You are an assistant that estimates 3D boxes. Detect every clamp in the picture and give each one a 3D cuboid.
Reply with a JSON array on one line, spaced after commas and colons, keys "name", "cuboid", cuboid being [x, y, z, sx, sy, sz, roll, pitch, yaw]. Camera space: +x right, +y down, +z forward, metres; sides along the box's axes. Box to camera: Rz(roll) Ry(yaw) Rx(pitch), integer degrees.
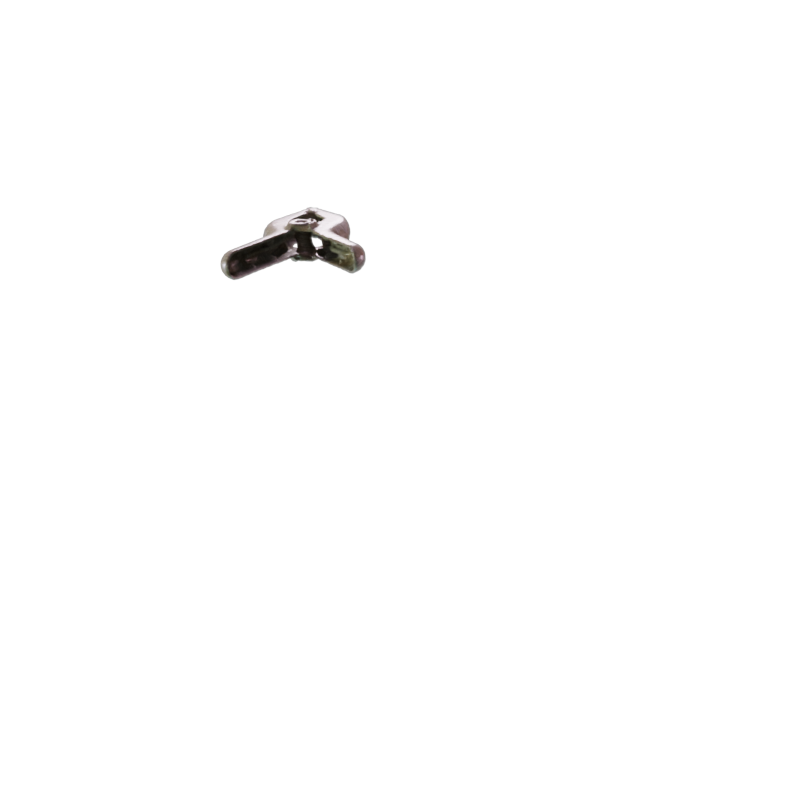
[{"name": "clamp", "cuboid": [-0.077, -0.140, 0.981, 0.122, 0.037, 0.176, 5, 25, 11]}]
